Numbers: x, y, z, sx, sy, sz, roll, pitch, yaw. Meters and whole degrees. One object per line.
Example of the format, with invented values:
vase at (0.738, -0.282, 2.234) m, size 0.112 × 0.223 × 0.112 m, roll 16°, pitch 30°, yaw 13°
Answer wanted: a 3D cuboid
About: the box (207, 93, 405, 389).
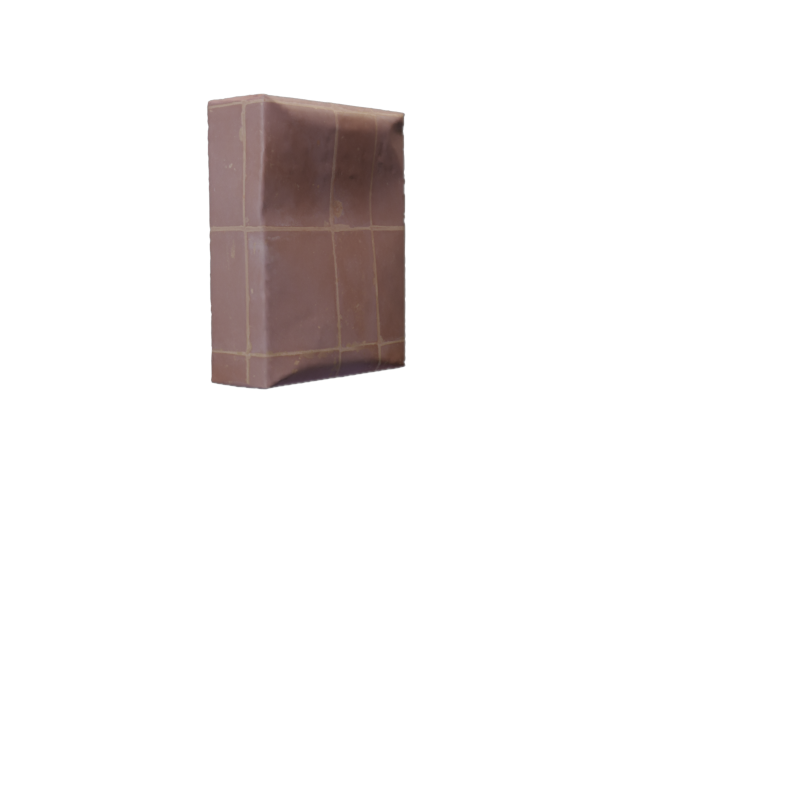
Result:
box at (-0.068, -0.124, 0.865) m, size 0.075 × 0.213 × 0.158 m, roll 1°, pitch 3°, yaw 41°
